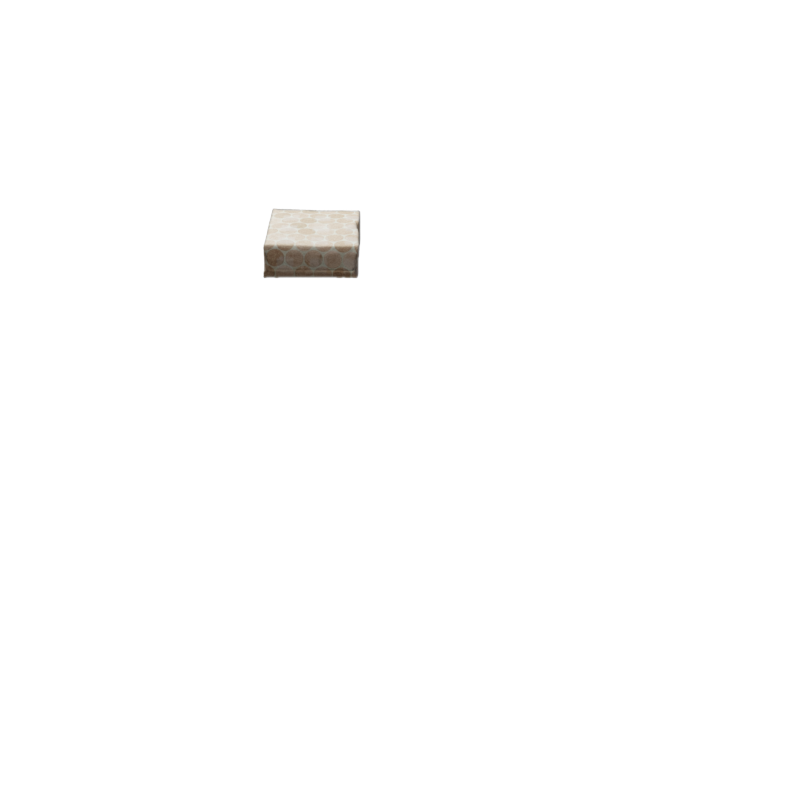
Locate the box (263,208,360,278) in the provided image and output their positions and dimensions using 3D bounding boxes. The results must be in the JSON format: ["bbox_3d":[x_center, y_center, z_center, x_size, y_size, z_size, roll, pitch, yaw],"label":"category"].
[{"bbox_3d":[-0.069,-0.125,0.877,0.073,0.029,0.094,1,26,1],"label":"box"}]
